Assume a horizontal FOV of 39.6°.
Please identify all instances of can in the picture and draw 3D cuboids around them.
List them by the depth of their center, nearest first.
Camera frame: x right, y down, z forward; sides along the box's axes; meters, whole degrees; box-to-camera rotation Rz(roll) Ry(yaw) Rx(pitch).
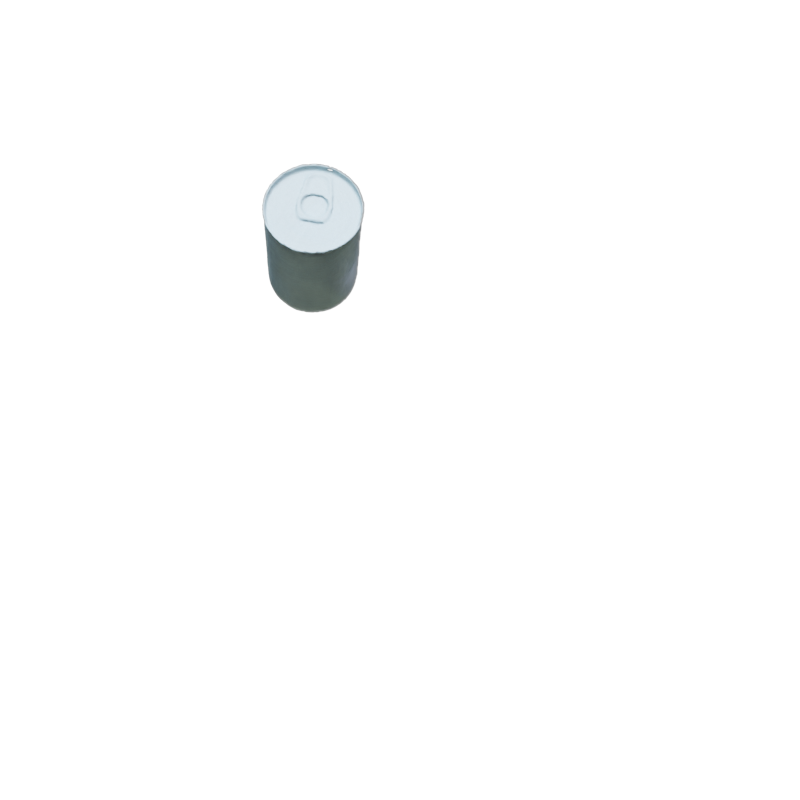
[{"bbox_3d":[-0.061,-0.111,0.780,0.068,0.072,0.097,0,-22,-3],"label":"can"}]
